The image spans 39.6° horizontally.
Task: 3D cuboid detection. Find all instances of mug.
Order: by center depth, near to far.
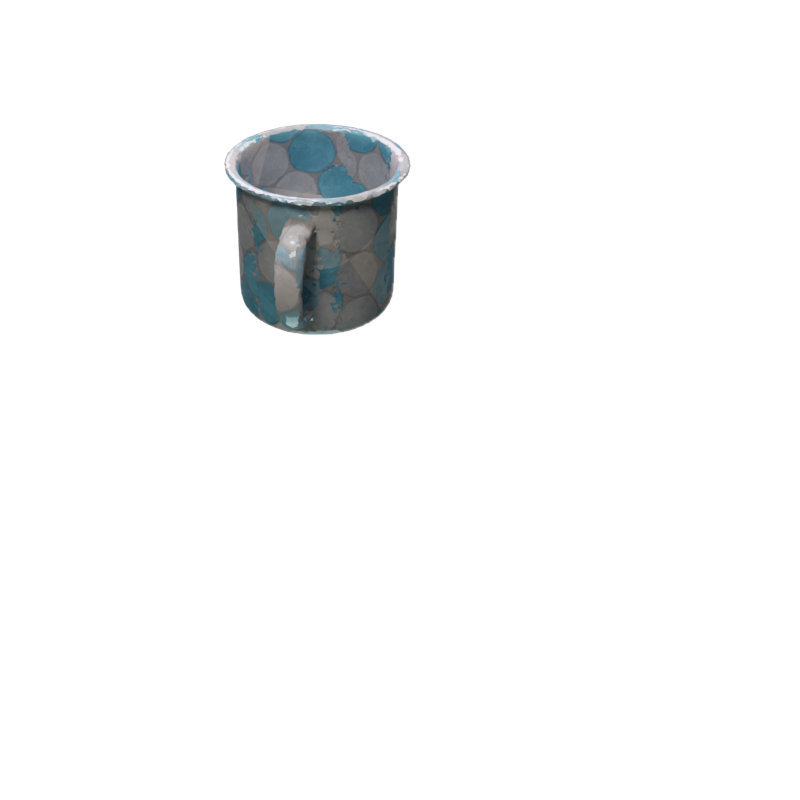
[{"bbox_3d":[-0.044,-0.080,0.564,0.094,0.076,0.124,4,34,5],"label":"mug"}]
